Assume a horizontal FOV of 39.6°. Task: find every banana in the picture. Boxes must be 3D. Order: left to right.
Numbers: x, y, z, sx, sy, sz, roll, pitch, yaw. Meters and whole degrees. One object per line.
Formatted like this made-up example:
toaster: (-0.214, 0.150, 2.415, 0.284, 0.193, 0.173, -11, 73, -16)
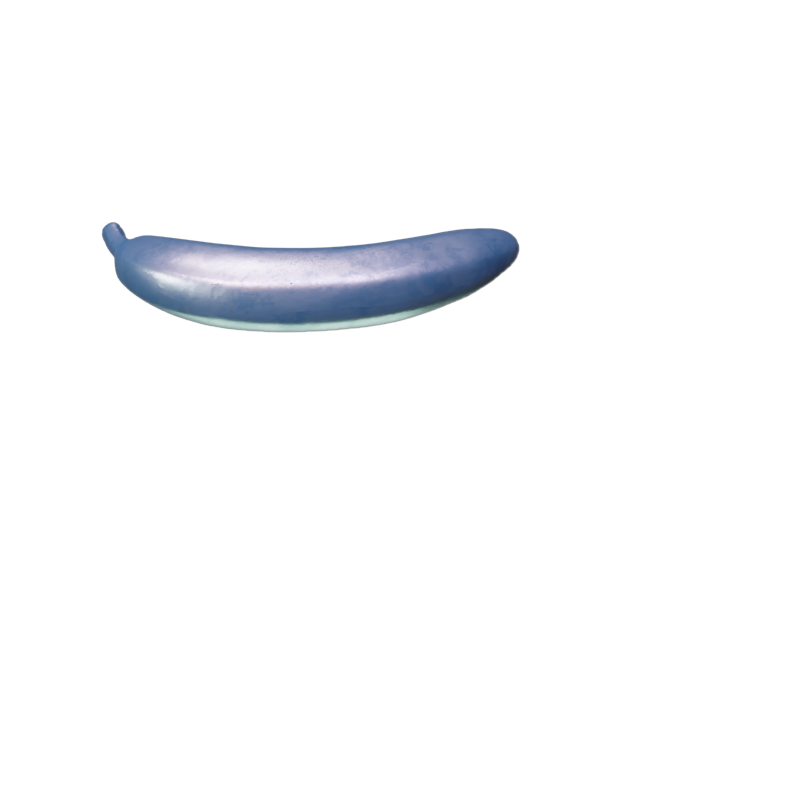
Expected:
banana: (-0.044, -0.059, 0.498, 0.199, 0.074, 0.034, 3, -44, 3)
